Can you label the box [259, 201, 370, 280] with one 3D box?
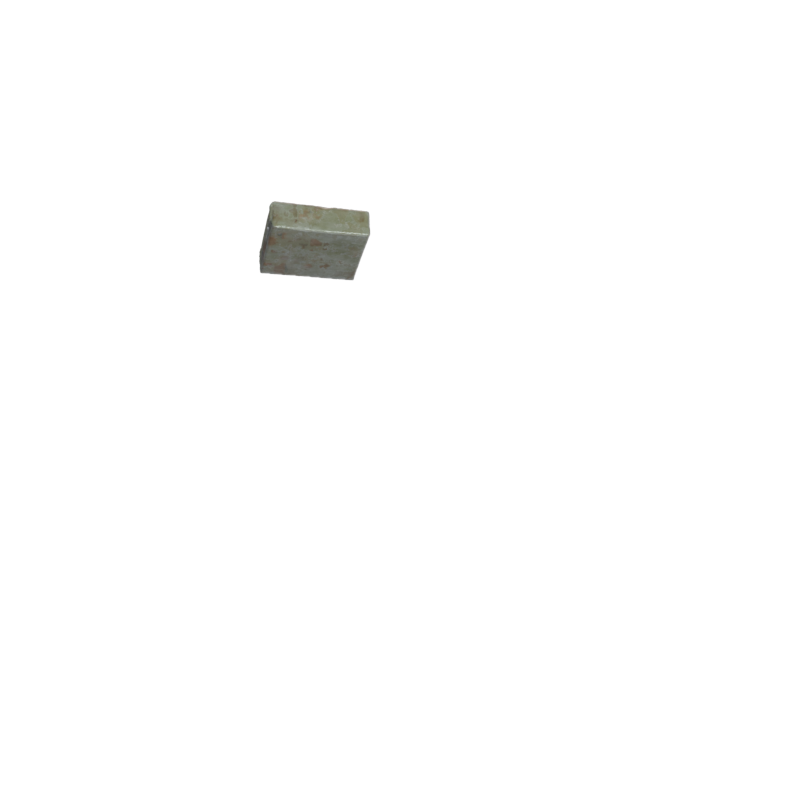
[{"bbox_3d":[-0.077,-0.141,0.984,0.088,0.032,0.069,5,-31,-9],"label":"box"}]
